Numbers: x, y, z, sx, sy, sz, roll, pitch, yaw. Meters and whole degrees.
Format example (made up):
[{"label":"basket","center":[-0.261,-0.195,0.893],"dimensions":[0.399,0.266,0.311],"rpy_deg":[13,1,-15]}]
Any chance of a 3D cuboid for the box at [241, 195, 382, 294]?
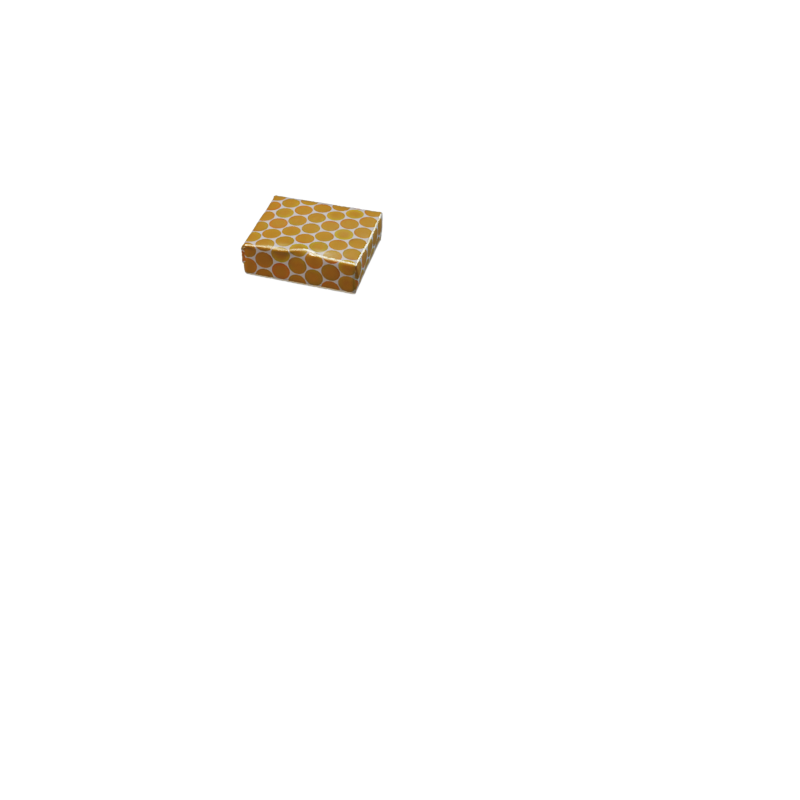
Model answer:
[{"label":"box","center":[-0.065,-0.118,0.829],"dimensions":[0.091,0.028,0.076],"rpy_deg":[11,41,13]}]
